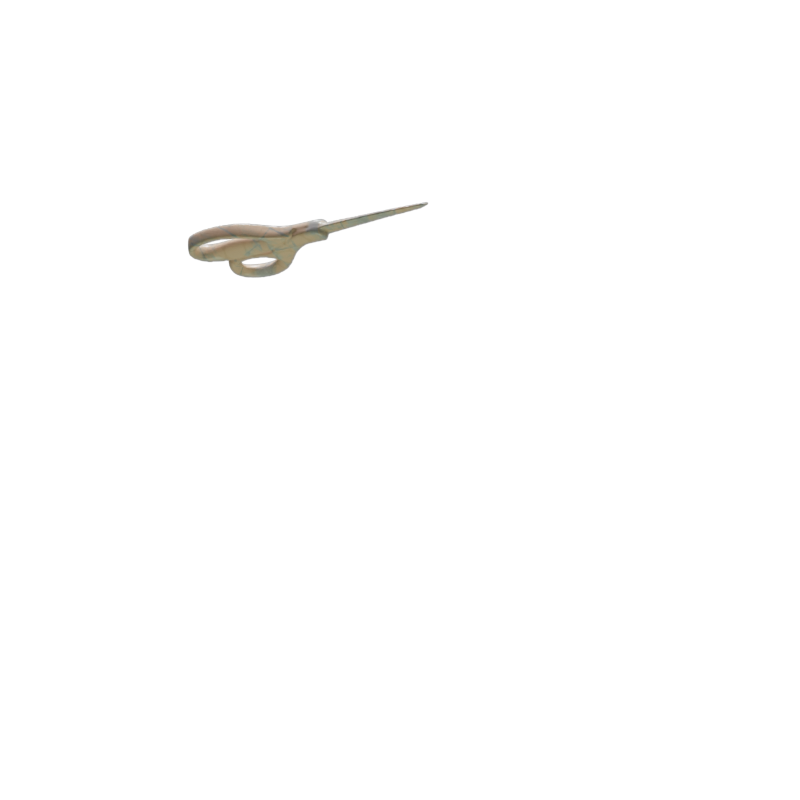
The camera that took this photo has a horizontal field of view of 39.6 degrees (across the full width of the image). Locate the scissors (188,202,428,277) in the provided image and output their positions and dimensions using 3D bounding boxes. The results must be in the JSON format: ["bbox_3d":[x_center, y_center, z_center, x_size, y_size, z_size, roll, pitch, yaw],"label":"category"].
[{"bbox_3d":[-0.070,-0.127,0.890,0.205,0.016,0.090,-4,-17,13],"label":"scissors"}]
